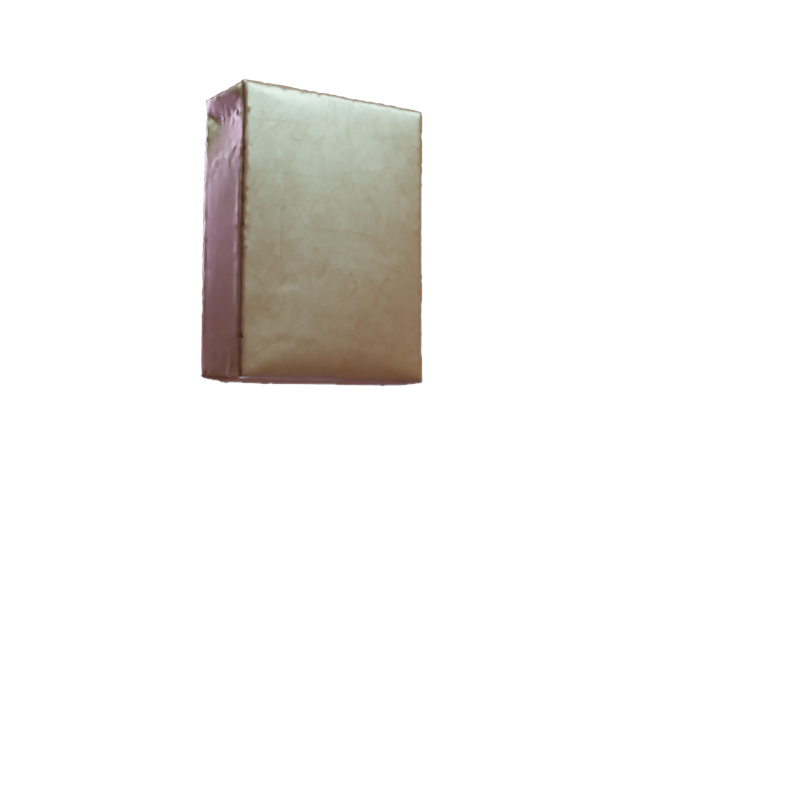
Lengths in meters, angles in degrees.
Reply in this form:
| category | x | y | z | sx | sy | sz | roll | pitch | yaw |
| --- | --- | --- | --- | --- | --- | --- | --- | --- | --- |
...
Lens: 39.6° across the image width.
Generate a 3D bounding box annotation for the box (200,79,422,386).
| category | x | y | z | sx | sy | sz | roll | pitch | yaw |
| --- | --- | --- | --- | --- | --- | --- | --- | --- | --- |
| box | -0.066 | -0.120 | 0.838 | 0.157 | 0.218 | 0.073 | 4 | -9 | -35 |
